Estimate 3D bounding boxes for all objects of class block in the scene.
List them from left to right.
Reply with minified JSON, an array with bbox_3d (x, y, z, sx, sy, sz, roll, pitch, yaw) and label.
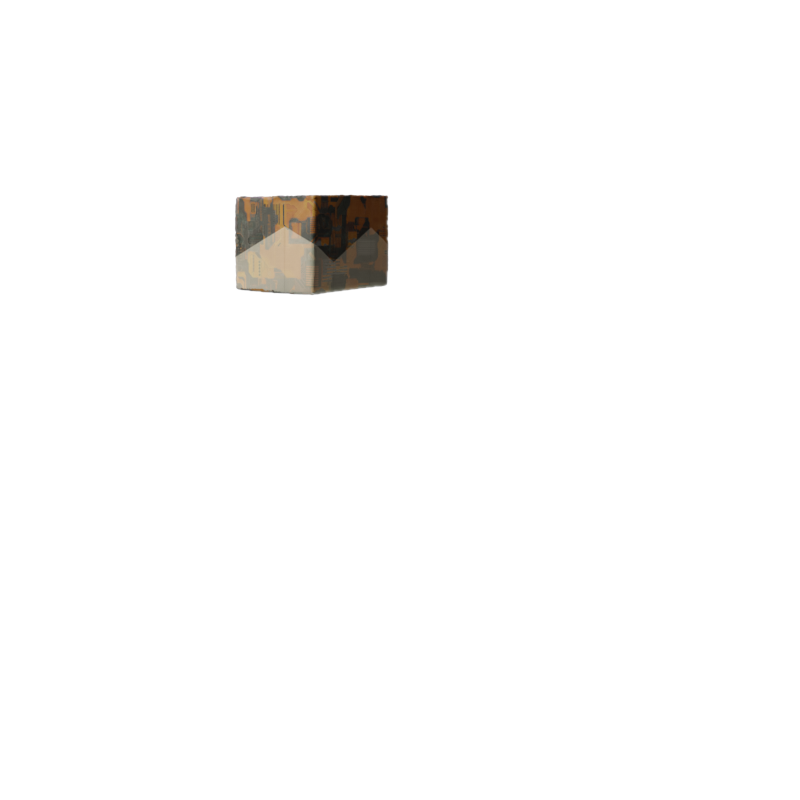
[{"bbox_3d":[-0.047,-0.087,0.606,0.055,0.051,0.076,4,9,30],"label":"block"}]
